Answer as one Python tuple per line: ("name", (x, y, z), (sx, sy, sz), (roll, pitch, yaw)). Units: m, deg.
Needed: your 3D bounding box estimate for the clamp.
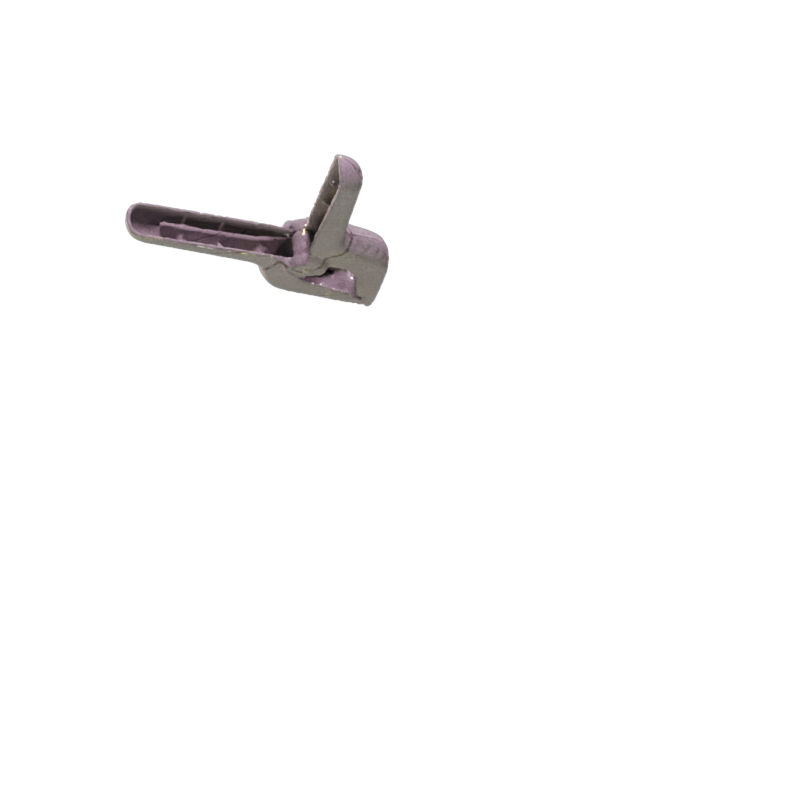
("clamp", (-0.059, -0.108, 0.755), (0.168, 0.038, 0.197), (-9, -17, 31))
